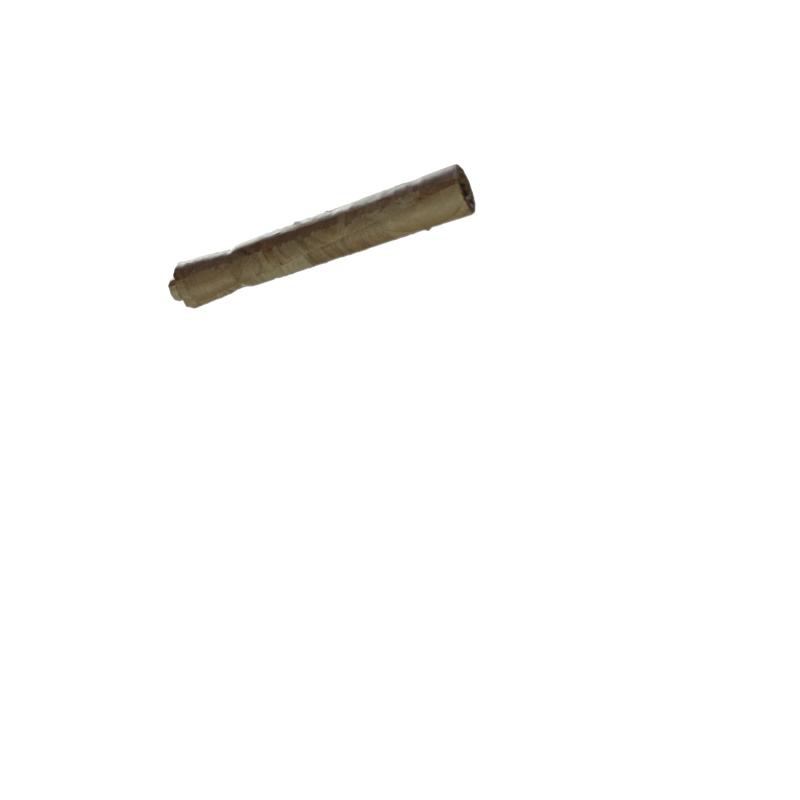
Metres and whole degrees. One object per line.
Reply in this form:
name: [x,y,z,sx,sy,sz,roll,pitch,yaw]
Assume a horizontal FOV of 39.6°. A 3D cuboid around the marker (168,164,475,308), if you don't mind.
marker: [-0.032,-0.058,0.409,0.122,0.020,0.019,-16,-1,19]
